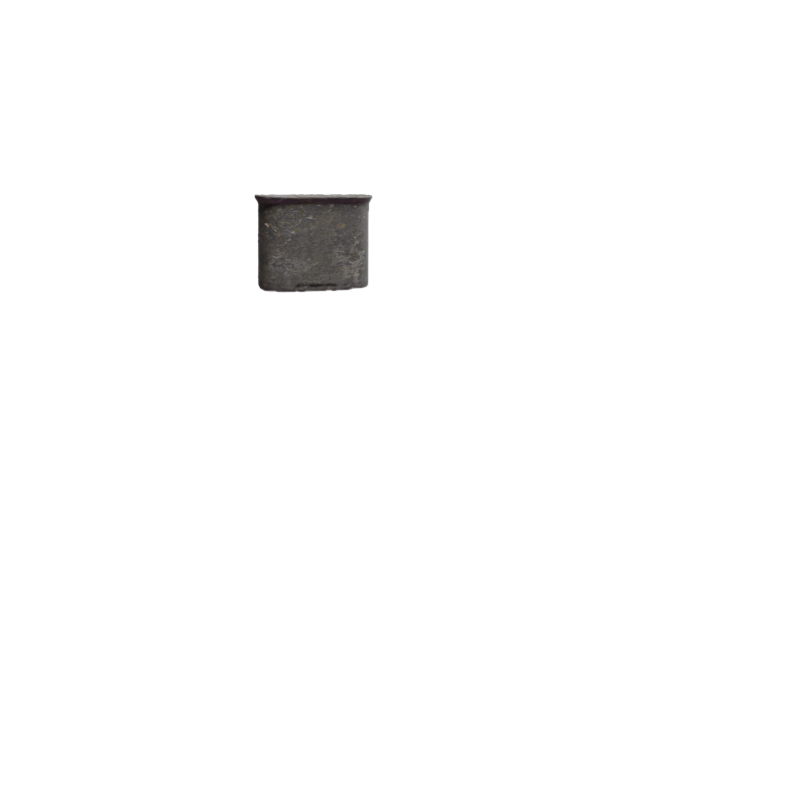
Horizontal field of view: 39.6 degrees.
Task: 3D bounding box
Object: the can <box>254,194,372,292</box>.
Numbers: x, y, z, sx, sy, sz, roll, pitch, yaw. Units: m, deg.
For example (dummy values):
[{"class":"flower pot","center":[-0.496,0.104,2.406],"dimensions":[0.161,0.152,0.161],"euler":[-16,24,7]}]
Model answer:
[{"class":"can","center":[-0.077,-0.140,0.983],"dimensions":[0.100,0.083,0.059],"euler":[-2,7,-17]}]
